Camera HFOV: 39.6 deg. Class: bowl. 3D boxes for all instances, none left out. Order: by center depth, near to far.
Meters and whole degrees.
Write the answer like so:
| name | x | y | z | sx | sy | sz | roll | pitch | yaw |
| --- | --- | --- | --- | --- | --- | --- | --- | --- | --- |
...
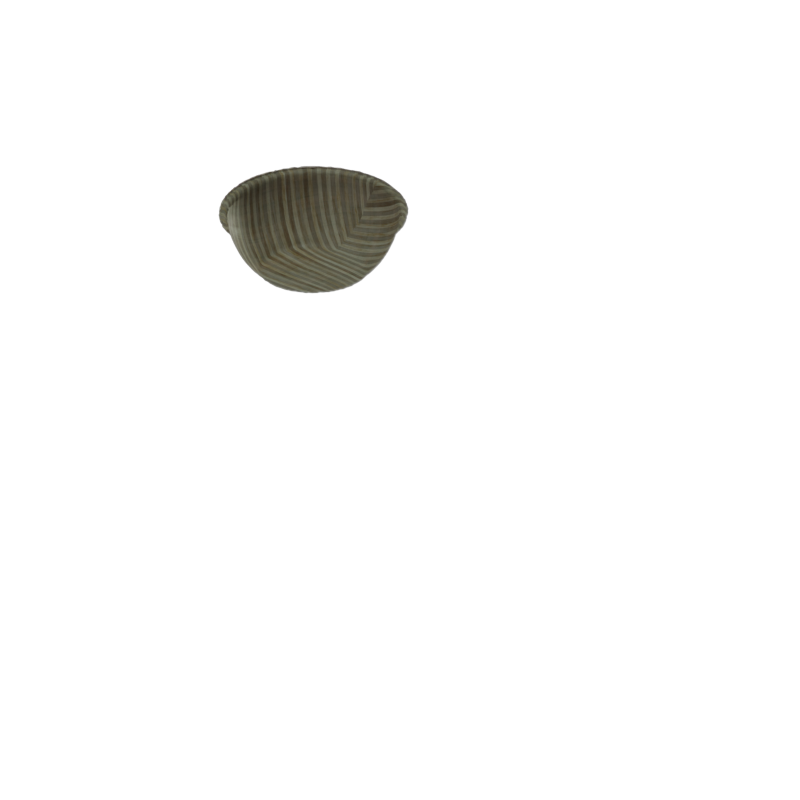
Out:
| name | x | y | z | sx | sy | sz | roll | pitch | yaw |
| --- | --- | --- | --- | --- | --- | --- | --- | --- | --- |
| bowl | -0.073 | -0.133 | 0.935 | 0.162 | 0.058 | 0.154 | 1 | -21 | -2 |
